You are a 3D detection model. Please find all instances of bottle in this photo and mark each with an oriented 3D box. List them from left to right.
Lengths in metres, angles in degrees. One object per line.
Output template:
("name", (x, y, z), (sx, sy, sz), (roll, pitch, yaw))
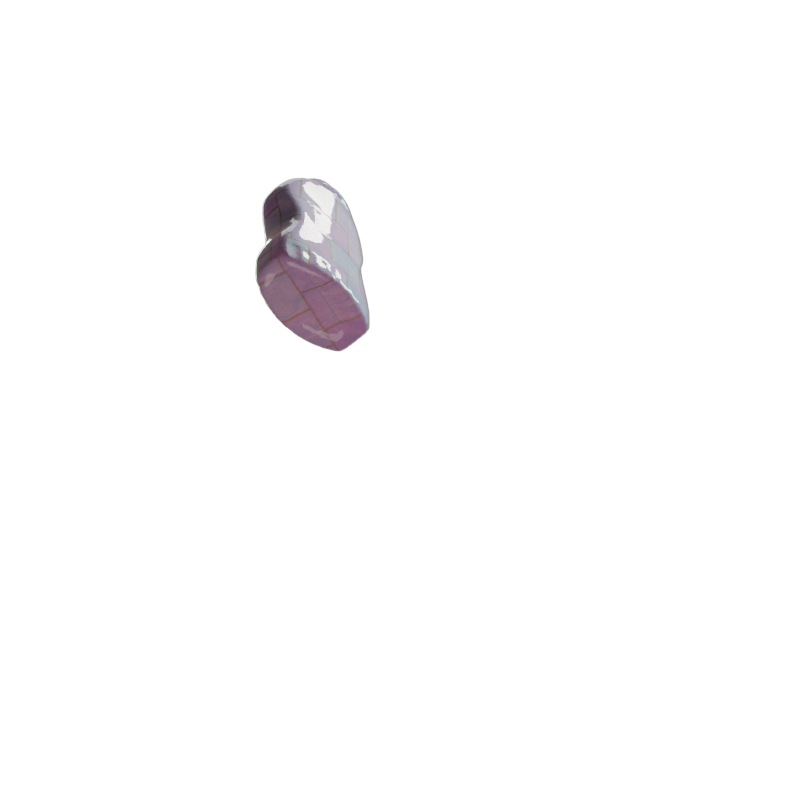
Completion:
("bottle", (-0.070, -0.127, 0.892), (0.091, 0.058, 0.205), (38, 25, -26))
